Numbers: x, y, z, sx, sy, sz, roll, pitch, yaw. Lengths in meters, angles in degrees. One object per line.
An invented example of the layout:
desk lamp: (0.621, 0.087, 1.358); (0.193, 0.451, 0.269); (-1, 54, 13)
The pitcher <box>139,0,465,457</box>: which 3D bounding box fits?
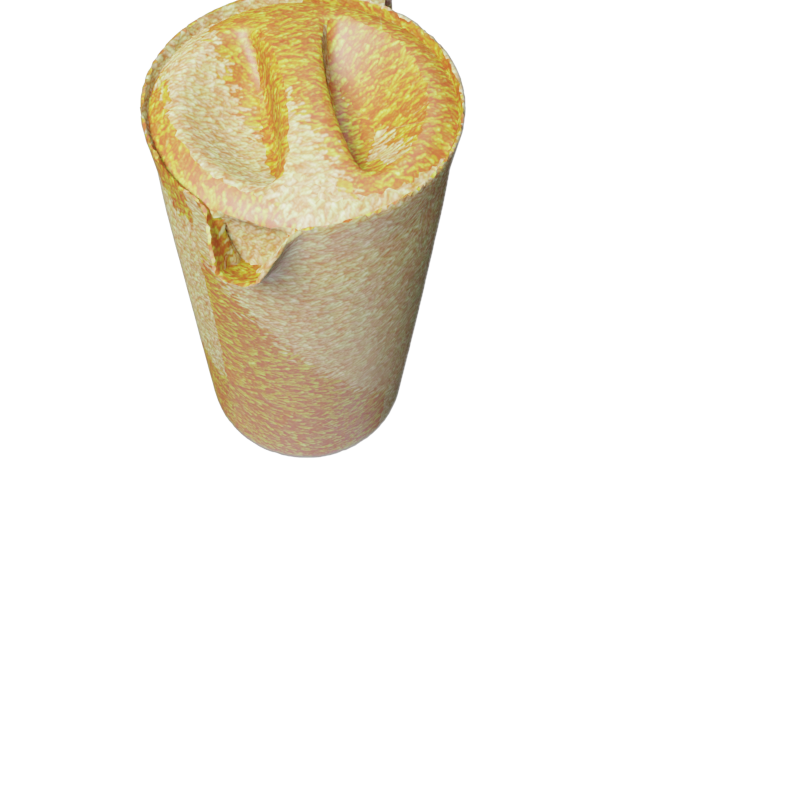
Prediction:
pitcher: (-0.043, -0.079, 0.552); (0.148, 0.155, 0.228); (-25, -27, -17)
